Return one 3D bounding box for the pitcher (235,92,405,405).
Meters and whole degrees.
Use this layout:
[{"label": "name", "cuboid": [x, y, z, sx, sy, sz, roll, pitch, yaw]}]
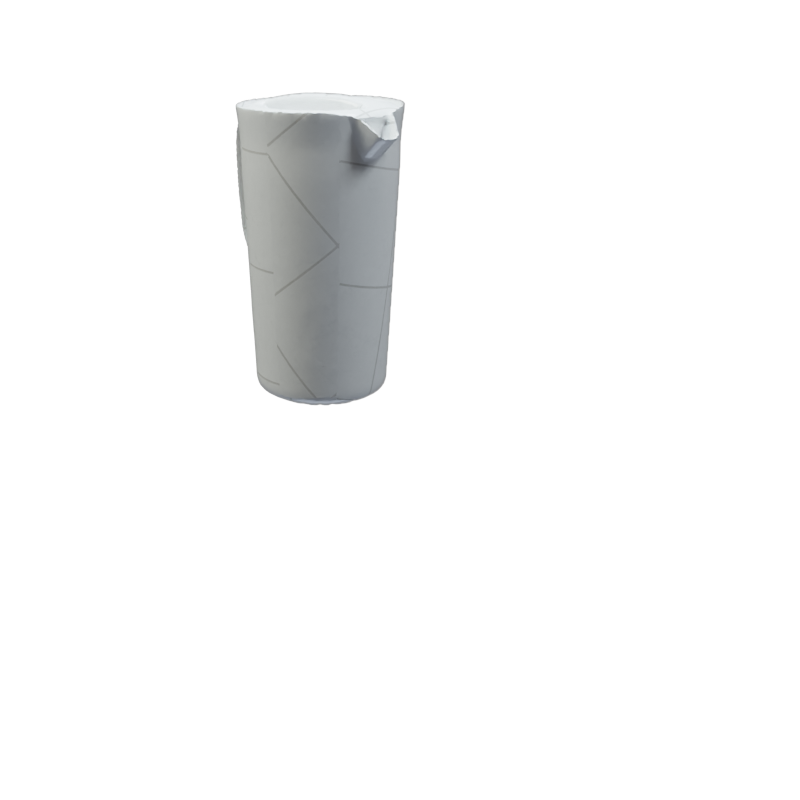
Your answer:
[{"label": "pitcher", "cuboid": [-0.071, -0.129, 0.906, 0.146, 0.235, 0.154, 2, 16, 3]}]
